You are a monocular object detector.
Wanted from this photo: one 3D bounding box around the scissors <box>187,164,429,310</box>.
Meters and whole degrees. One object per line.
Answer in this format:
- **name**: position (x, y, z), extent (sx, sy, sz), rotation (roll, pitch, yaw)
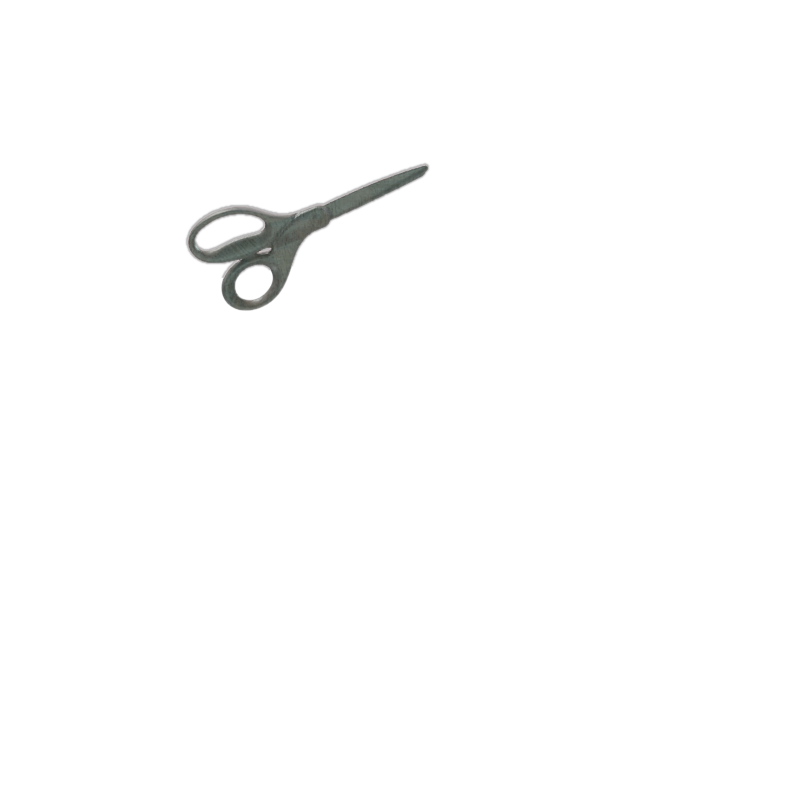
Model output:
- **scissors**: position (-0.070, -0.128, 0.899), extent (0.202, 0.092, 0.016), rotation (-9, 16, 3)
